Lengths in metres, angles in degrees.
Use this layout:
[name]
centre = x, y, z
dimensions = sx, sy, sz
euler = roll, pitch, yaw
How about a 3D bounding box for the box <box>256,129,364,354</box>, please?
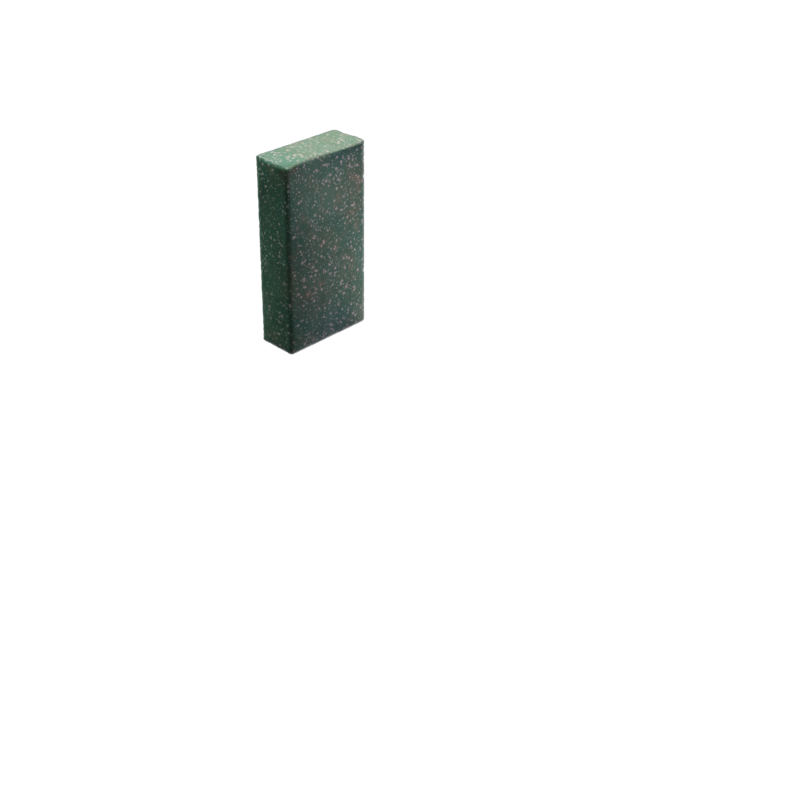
[box]
centre = -0.075, -0.137, 0.962
dimensions = 0.051, 0.166, 0.093
euler = 27, 38, 36
